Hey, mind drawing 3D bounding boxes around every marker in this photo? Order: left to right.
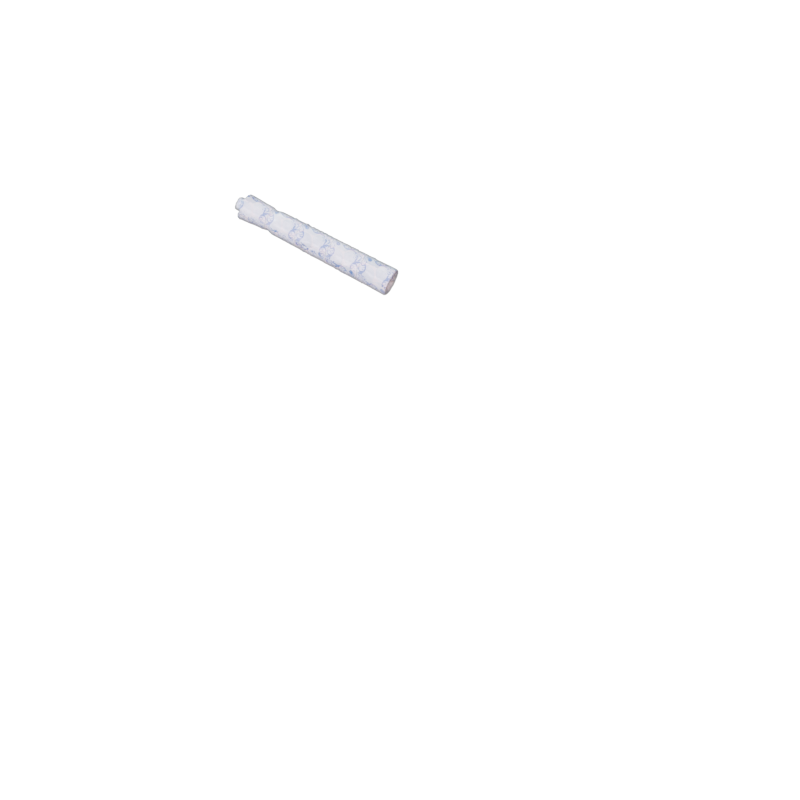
[{"bbox_3d":[-0.058,-0.106,0.743,0.125,0.019,0.019,29,11,16],"label":"marker"}]
